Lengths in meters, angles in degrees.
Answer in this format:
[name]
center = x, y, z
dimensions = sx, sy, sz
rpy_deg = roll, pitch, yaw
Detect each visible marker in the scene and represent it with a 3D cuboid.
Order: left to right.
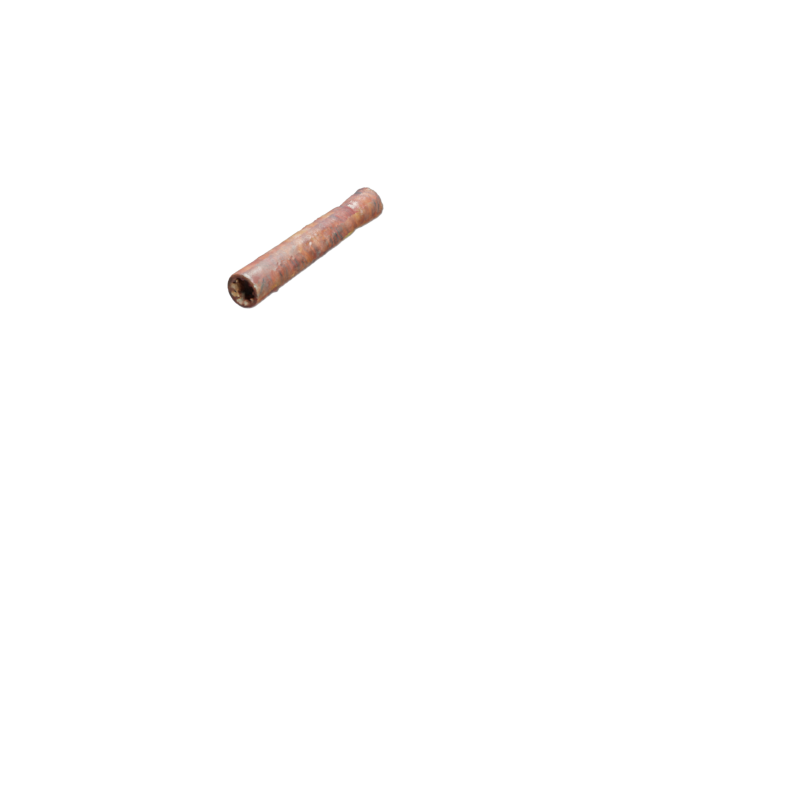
[marker]
center = -0.045, -0.081, 0.568
dimensions = 0.020, 0.019, 0.123
rpy_deg = 2, 30, 34
